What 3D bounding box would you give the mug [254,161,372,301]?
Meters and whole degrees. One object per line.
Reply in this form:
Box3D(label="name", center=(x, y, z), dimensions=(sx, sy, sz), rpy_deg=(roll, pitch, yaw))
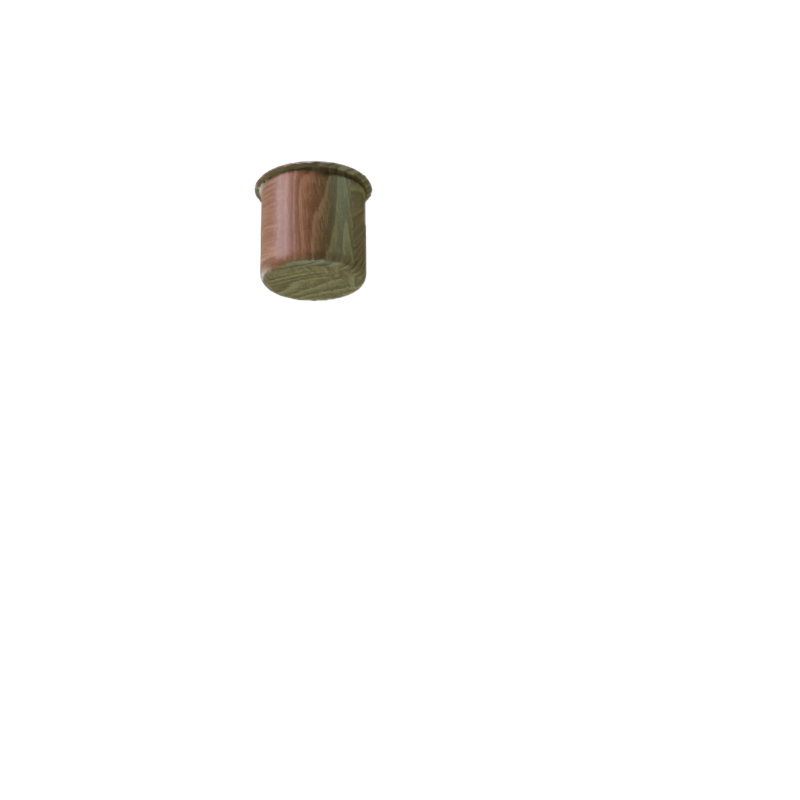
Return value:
Box3D(label="mug", center=(-0.068, -0.125, 0.872), dimensions=(0.093, 0.086, 0.112), rpy_deg=(0, -20, -3))
